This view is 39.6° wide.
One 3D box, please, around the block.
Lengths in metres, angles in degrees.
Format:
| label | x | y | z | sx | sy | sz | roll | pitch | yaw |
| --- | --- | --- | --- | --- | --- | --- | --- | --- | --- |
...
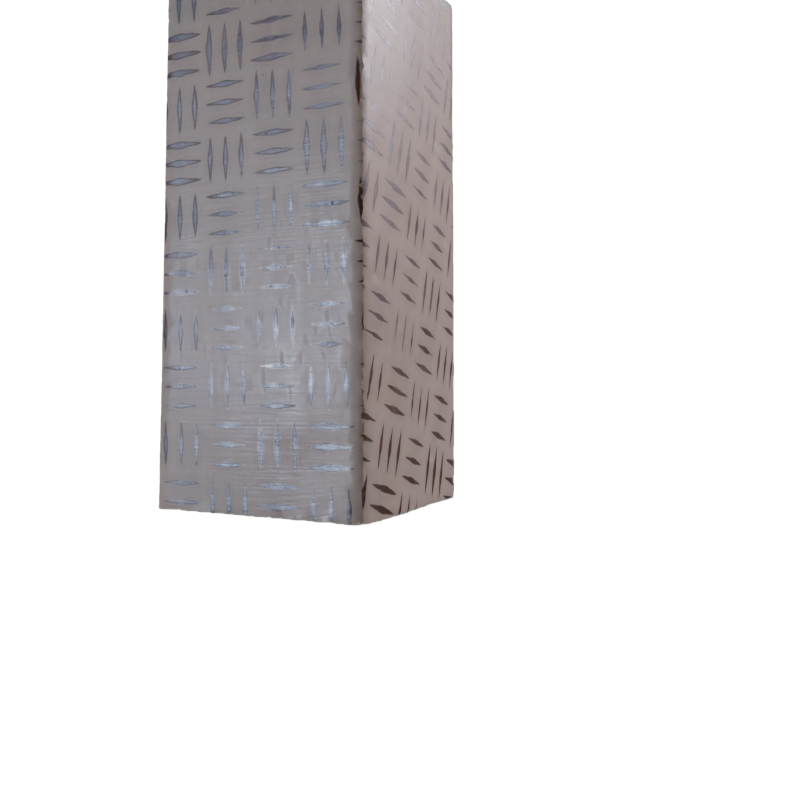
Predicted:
| label | x | y | z | sx | sy | sz | roll | pitch | yaw |
| --- | --- | --- | --- | --- | --- | --- | --- | --- | --- |
| block | -0.034 | -0.064 | 0.446 | 0.093 | 0.209 | 0.086 | -2 | -5 | 27 |
